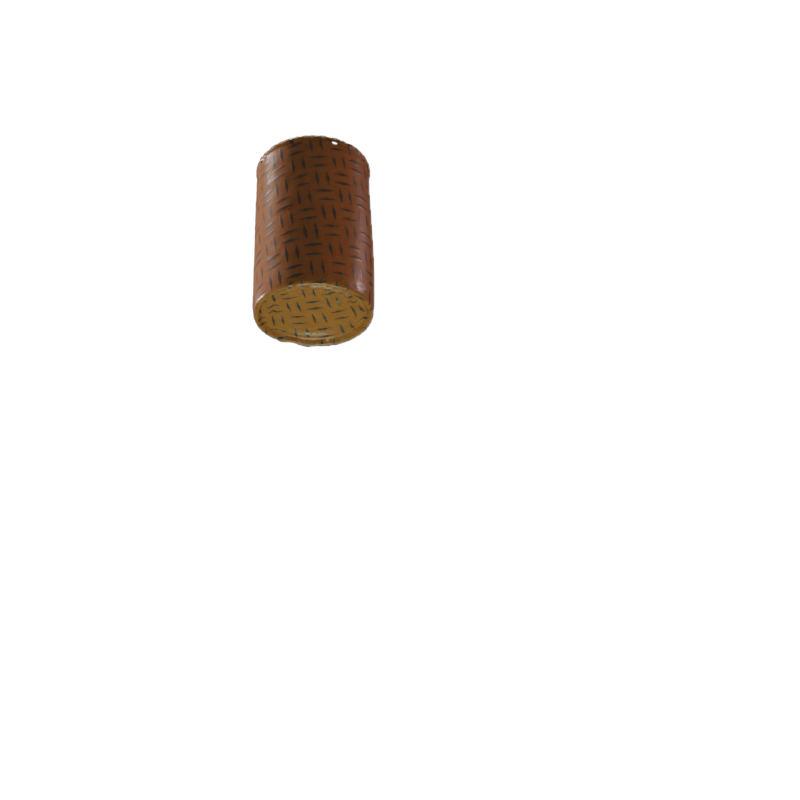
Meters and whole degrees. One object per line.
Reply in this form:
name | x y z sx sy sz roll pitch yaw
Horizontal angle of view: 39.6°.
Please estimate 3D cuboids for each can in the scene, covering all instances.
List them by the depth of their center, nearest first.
can | -0.049 -0.090 0.630 0.068 0.109 0.064 -1 -33 -2
